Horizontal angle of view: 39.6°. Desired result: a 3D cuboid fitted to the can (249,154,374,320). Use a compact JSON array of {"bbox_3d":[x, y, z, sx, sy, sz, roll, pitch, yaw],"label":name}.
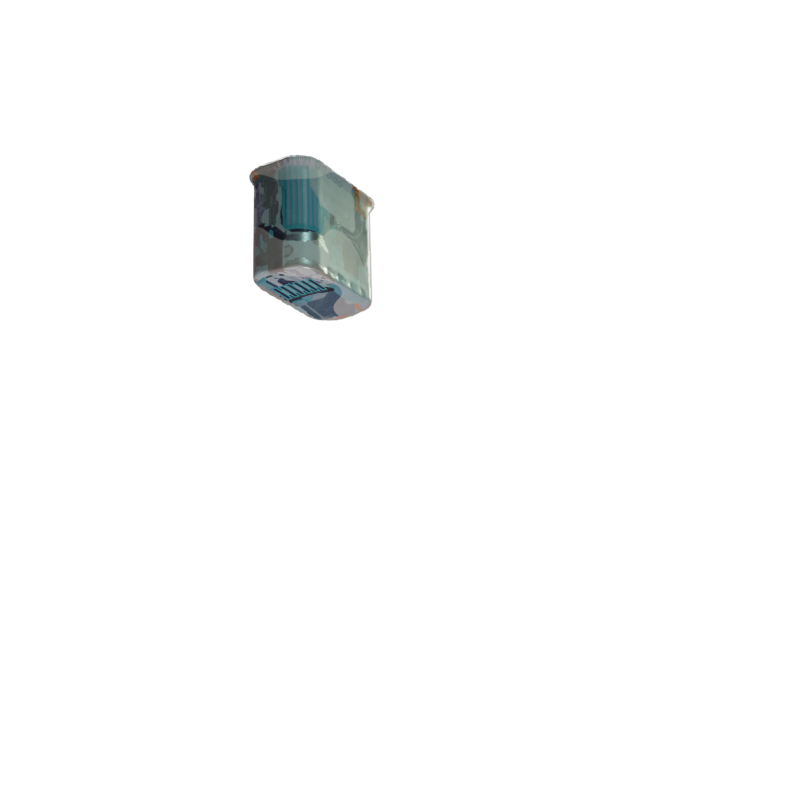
[{"bbox_3d":[-0.061,-0.112,0.783,0.058,0.088,0.095,-15,-26,29],"label":"can"}]
